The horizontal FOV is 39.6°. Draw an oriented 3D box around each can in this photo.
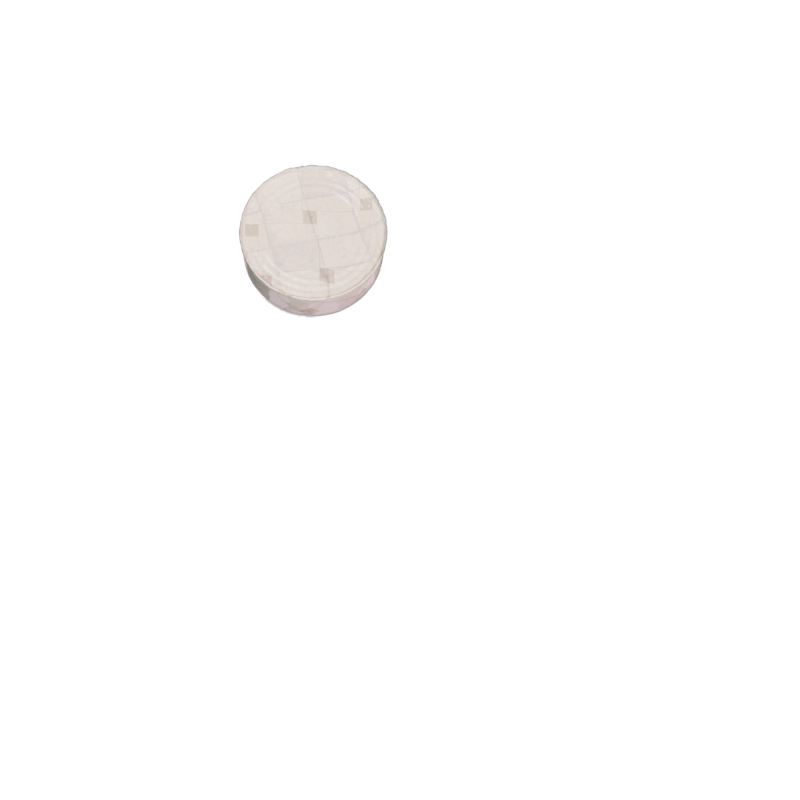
[{"bbox_3d":[-0.051,-0.093,0.655,0.086,0.090,0.032,-1,-22,-1],"label":"can"}]
